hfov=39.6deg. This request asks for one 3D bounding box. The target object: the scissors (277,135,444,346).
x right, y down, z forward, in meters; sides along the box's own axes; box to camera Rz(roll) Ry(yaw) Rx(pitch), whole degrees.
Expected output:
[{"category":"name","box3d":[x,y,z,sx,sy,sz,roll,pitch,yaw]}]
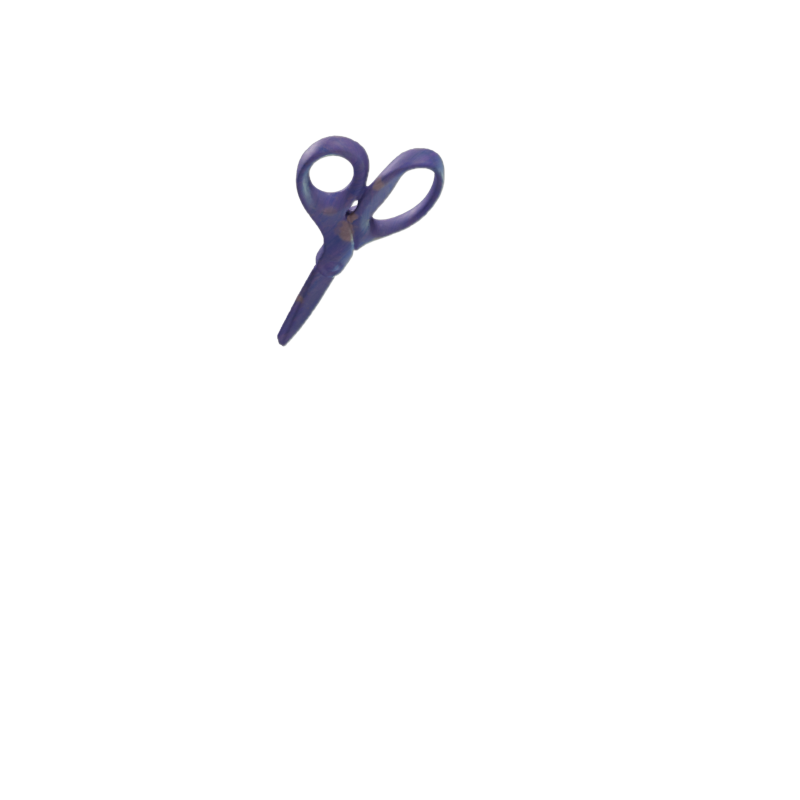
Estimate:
[{"category":"scissors","box3d":[-0.055,-0.100,0.701,0.091,0.017,0.199,27,-45,-30]}]
